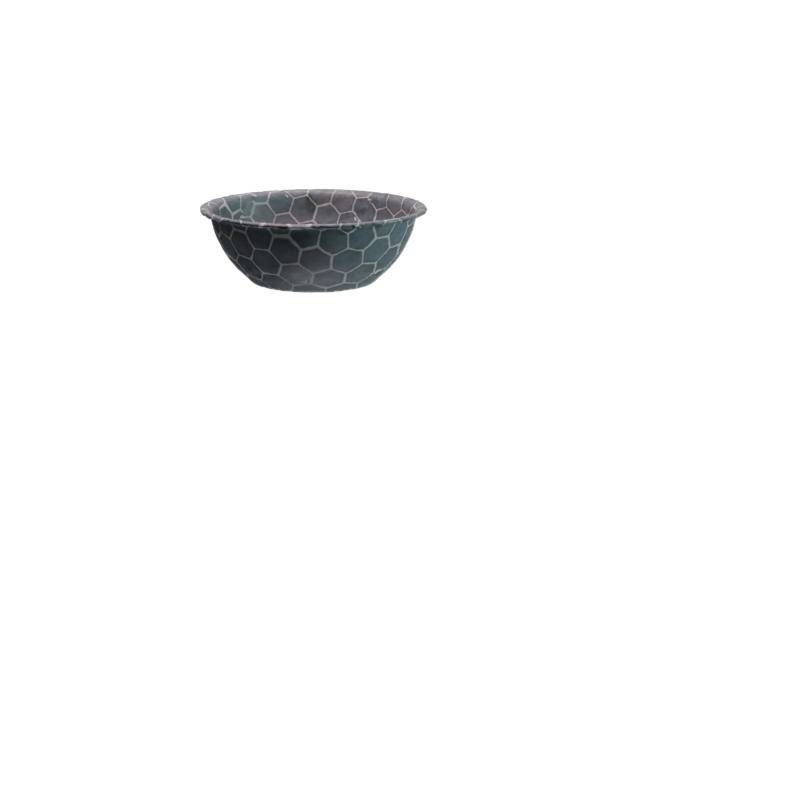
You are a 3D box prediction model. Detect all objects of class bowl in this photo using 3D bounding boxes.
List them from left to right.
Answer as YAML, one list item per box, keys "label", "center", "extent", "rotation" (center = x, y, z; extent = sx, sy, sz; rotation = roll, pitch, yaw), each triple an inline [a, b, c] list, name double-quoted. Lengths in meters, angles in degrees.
- label: "bowl"
  center: [-0.062, -0.114, 0.796]
  extent: [0.162, 0.053, 0.168]
  rotation: [-1, 17, -2]
